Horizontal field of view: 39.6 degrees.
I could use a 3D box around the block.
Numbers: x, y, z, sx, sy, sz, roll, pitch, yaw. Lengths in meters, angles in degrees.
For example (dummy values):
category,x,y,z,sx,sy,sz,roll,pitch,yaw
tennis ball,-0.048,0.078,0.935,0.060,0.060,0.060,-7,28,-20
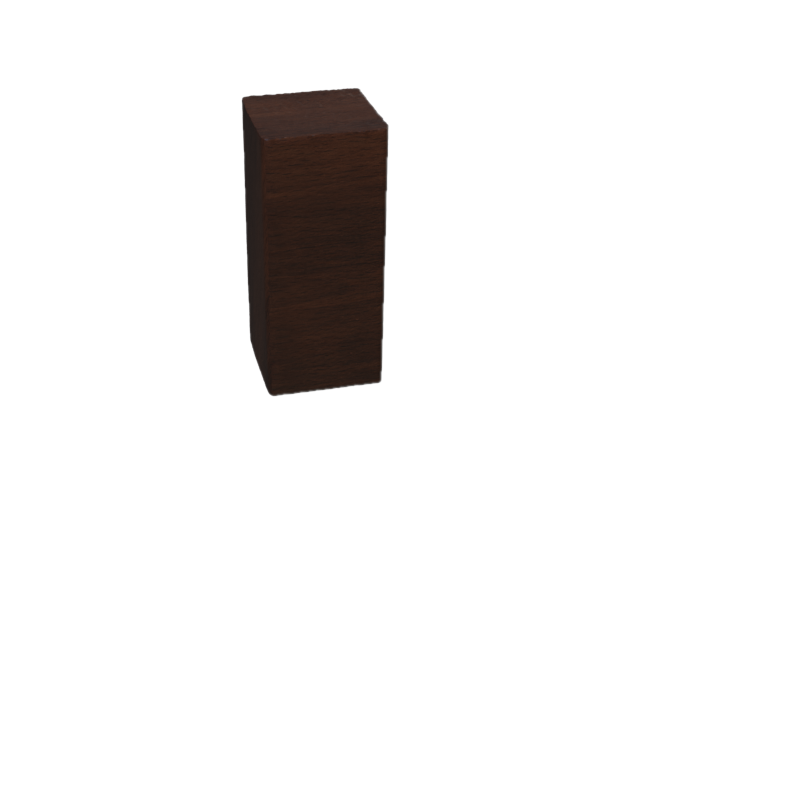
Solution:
category,x,y,z,sx,sy,sz,roll,pitch,yaw
block,-0.065,-0.117,0.823,0.089,0.194,0.097,-6,30,-14
